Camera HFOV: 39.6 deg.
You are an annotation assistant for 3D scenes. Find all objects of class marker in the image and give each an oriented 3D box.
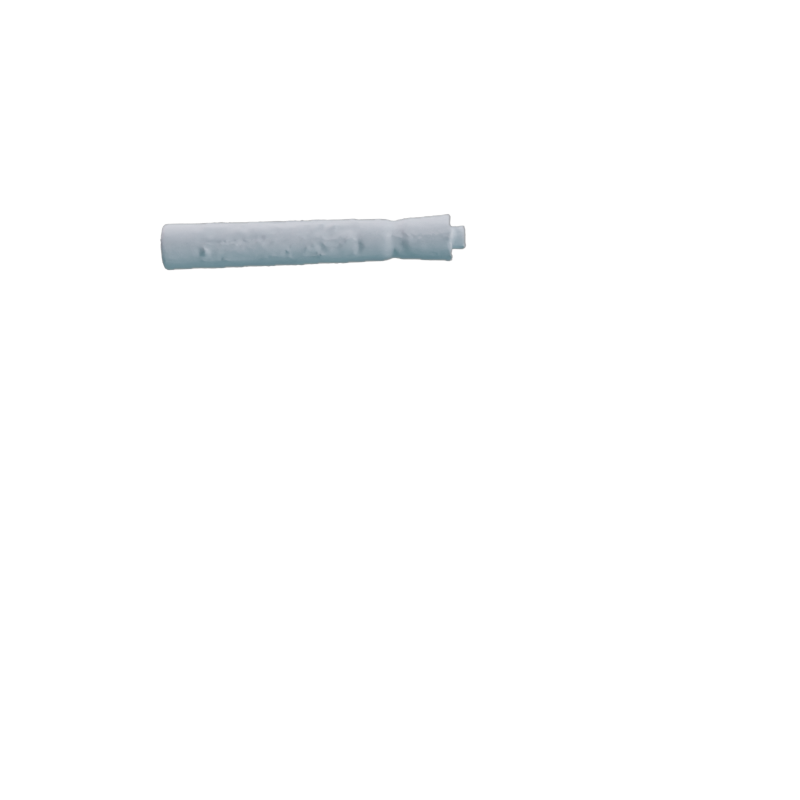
[{"bbox_3d":[-0.035,-0.063,0.444,0.122,0.020,0.020,-1,4,5],"label":"marker"}]
